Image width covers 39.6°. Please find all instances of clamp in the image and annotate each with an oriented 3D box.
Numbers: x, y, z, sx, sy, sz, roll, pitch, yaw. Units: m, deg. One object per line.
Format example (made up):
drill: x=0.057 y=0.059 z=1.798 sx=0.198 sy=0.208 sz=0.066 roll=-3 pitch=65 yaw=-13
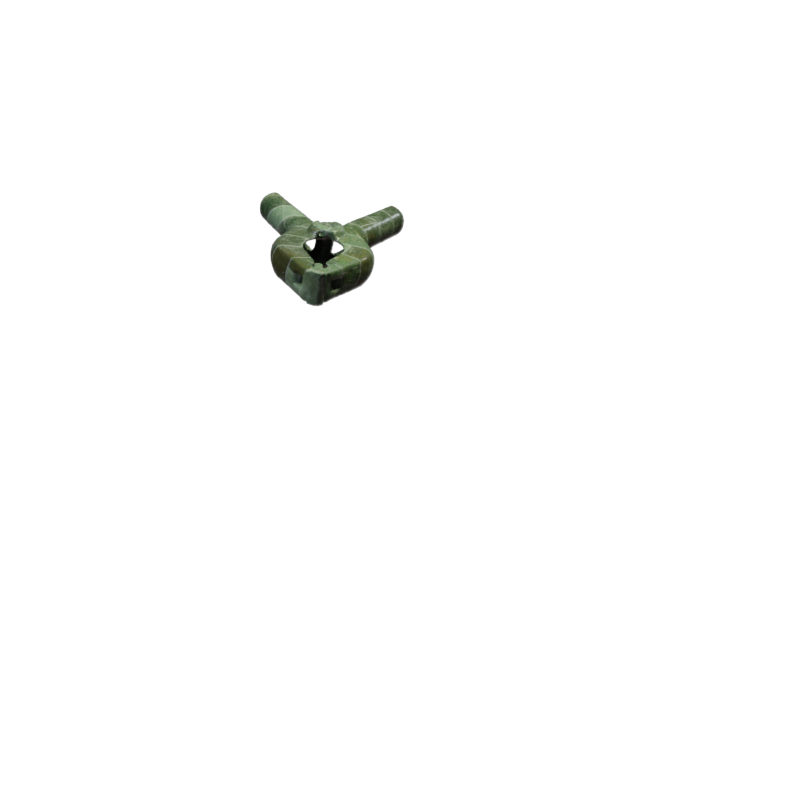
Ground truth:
clamp: x=-0.068 y=-0.125 z=0.874 sx=0.122 sy=0.037 sz=0.177 roll=5 pitch=26 yaw=10
